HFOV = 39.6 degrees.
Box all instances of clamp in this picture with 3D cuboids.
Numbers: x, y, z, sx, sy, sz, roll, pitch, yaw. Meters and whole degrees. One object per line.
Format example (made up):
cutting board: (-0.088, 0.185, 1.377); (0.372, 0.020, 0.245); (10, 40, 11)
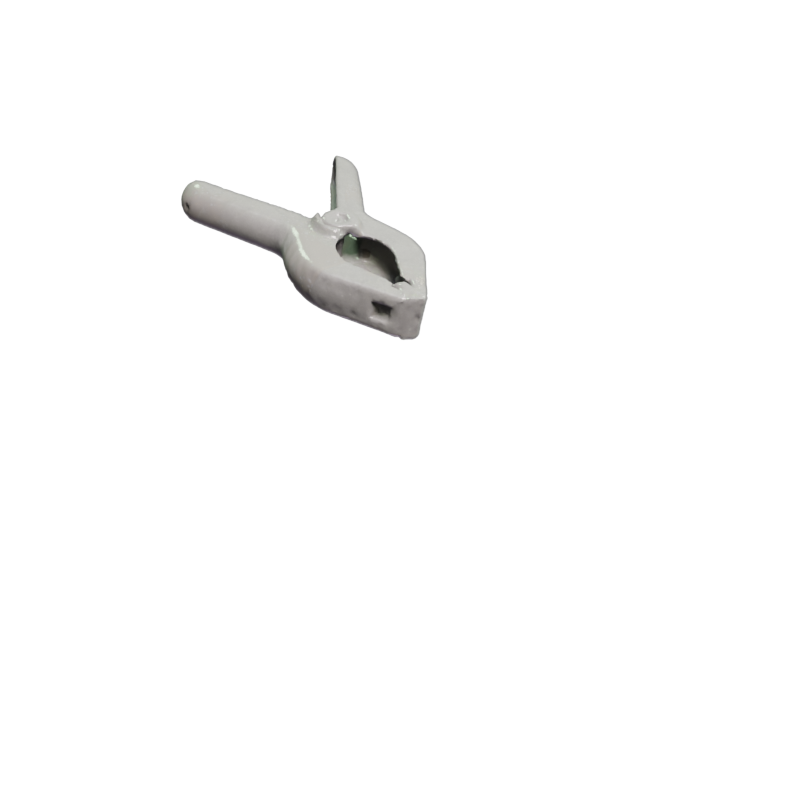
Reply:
clamp: (-0.050, -0.091, 0.637); (0.118, 0.037, 0.185); (-15, 39, -20)
